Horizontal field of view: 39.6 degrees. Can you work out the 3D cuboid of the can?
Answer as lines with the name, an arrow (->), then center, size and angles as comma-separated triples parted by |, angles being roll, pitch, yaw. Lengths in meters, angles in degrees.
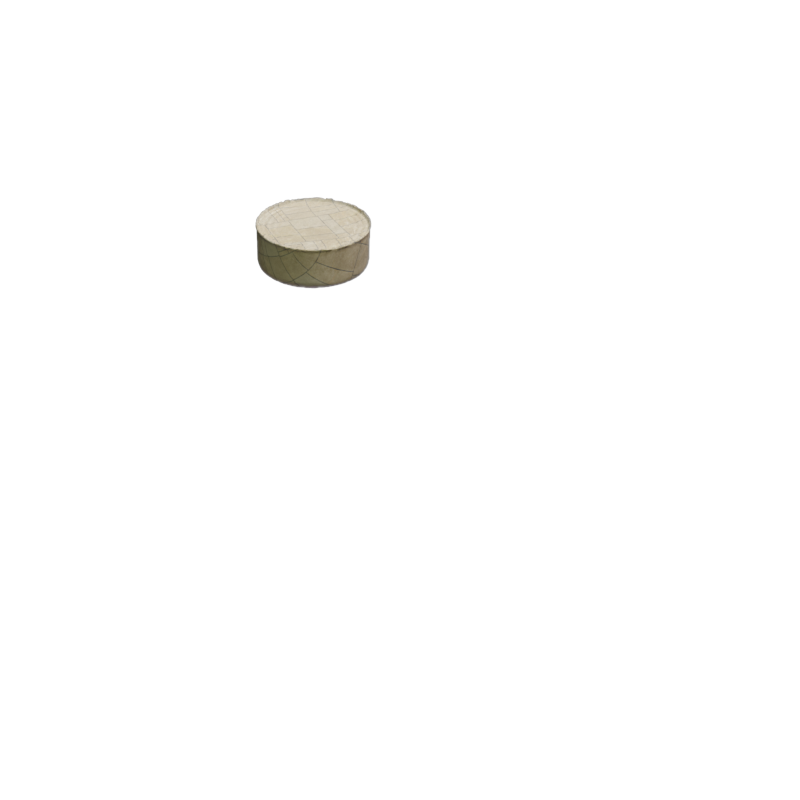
can -> -0.065, -0.118, 0.827 | 0.086, 0.031, 0.091 | -1, 33, -2
